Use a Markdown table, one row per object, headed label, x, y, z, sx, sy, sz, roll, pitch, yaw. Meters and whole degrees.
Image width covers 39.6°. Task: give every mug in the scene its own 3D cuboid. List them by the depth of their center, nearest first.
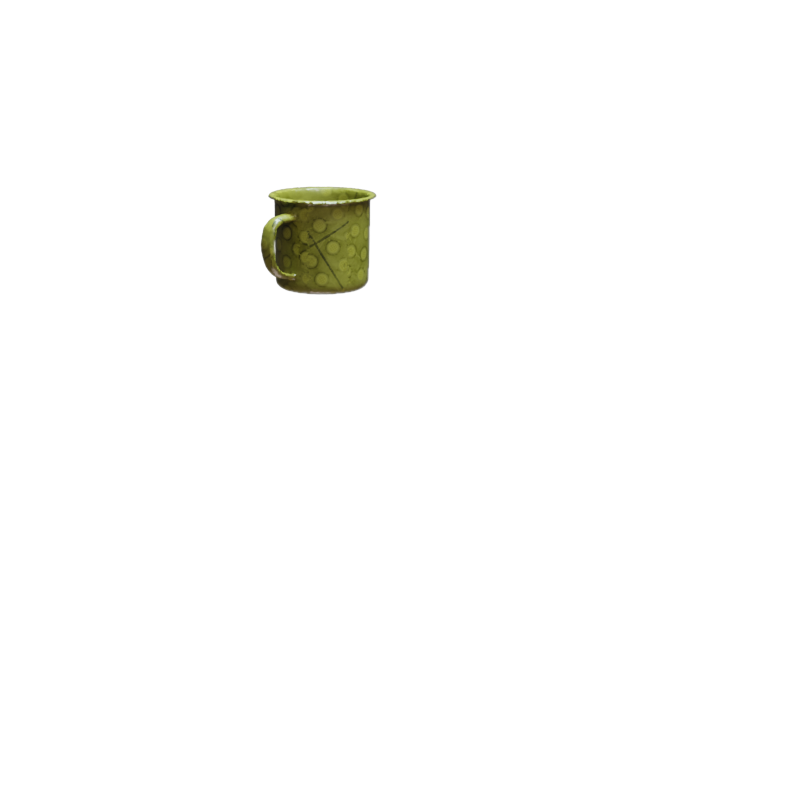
| label | x | y | z | sx | sy | sz | roll | pitch | yaw |
| --- | --- | --- | --- | --- | --- | --- | --- | --- | --- |
| mug | -0.075 | -0.136 | 0.954 | 0.098 | 0.079 | 0.115 | 12 | 19 | 36 |
